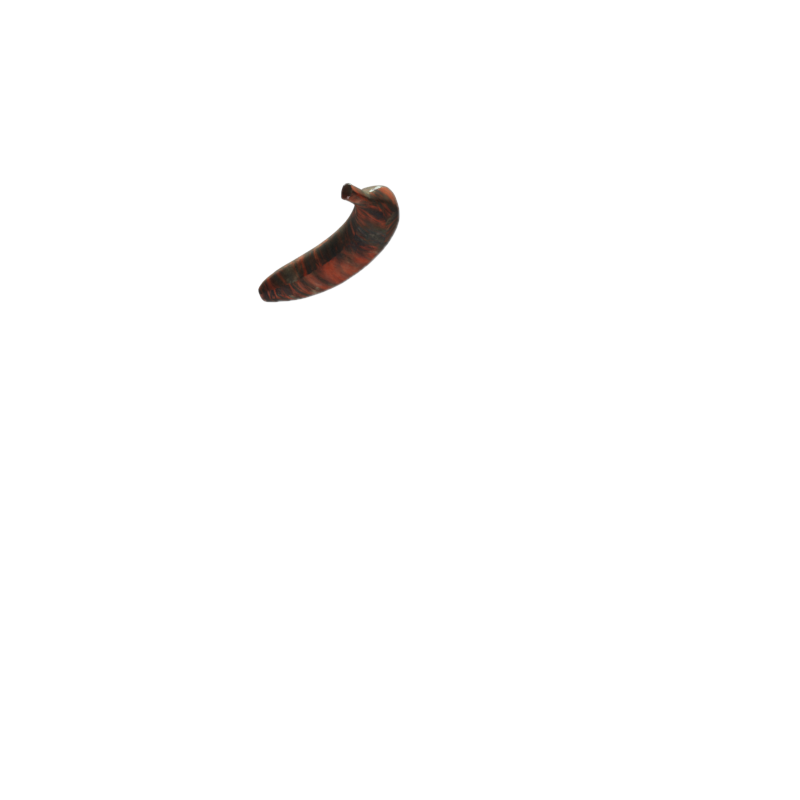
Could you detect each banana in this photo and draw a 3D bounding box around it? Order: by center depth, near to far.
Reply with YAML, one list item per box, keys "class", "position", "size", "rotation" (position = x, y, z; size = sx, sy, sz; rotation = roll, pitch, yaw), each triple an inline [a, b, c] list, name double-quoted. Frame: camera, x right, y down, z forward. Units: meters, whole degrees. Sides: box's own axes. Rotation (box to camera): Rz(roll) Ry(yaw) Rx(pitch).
- class: "banana"
  position: [-0.049, -0.122, 0.868]
  size: [0.067, 0.039, 0.193]
  rotation: [10, -24, -23]
